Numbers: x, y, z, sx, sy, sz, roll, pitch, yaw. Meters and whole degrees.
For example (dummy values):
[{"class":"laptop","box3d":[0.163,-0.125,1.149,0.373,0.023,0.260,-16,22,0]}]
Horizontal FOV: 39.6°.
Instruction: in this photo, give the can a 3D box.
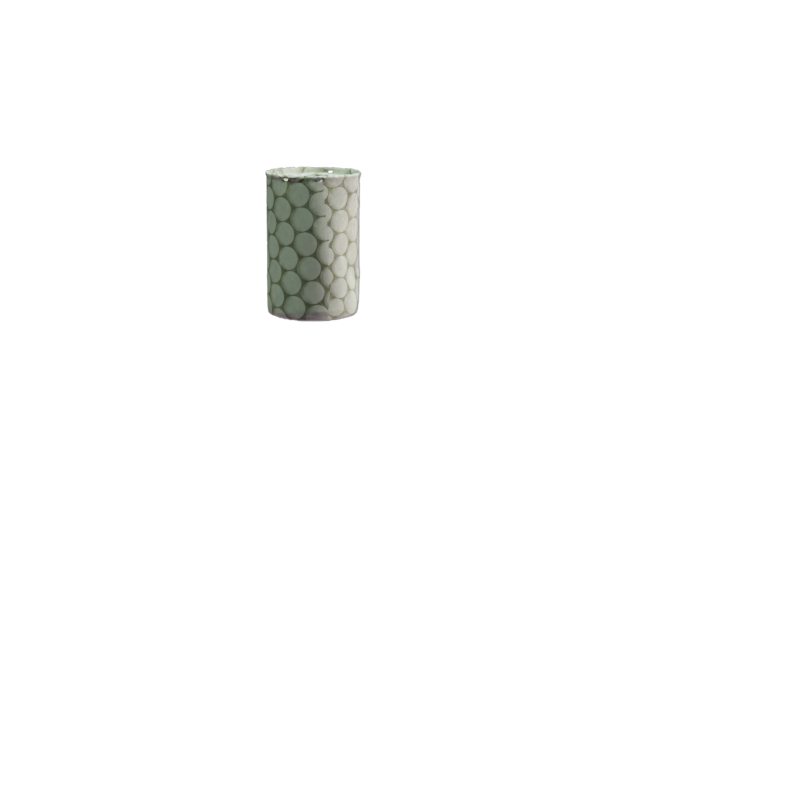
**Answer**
[{"class":"can","box3d":[-0.062,-0.113,0.792,0.068,0.100,0.071,0,12,-2]}]
